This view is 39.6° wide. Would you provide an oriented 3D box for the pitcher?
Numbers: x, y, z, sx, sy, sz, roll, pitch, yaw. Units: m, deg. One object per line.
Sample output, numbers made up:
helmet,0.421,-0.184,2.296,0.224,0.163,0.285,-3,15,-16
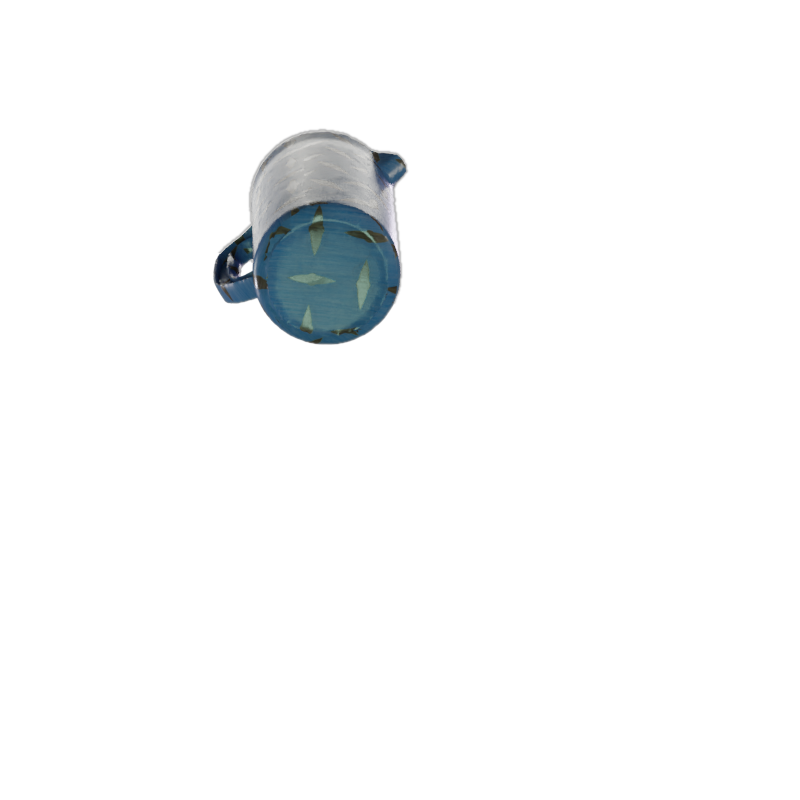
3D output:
pitcher,-0.071,-0.129,0.907,0.143,0.145,0.254,16,19,-9
